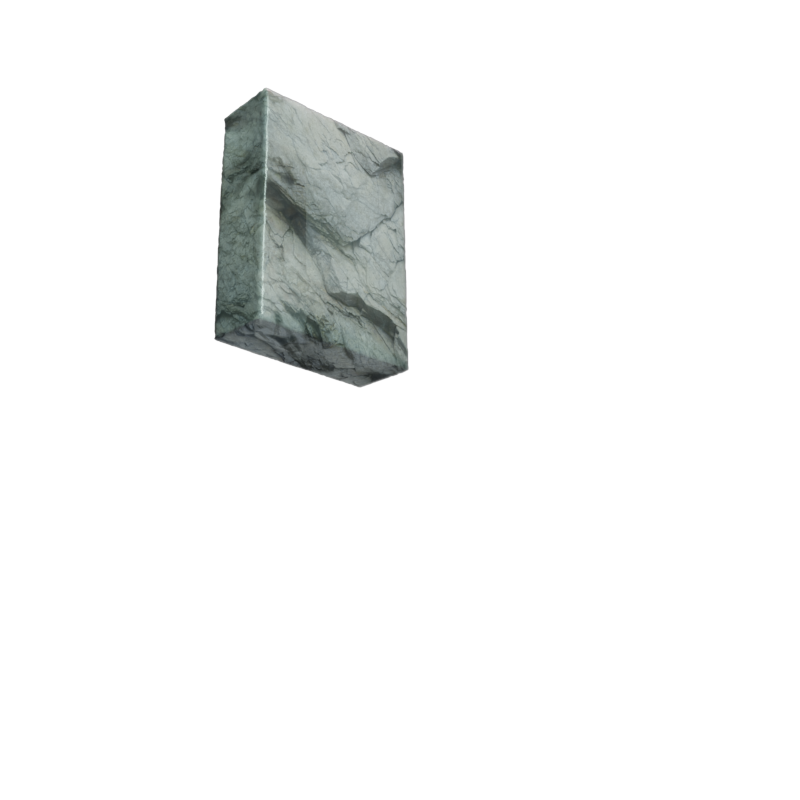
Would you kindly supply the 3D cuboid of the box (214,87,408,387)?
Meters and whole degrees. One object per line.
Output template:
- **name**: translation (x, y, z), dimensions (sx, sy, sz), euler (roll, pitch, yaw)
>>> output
- **box**: translation (-0.074, -0.135, 0.946), dimensions (0.155, 0.226, 0.072), euler (19, -32, -38)
